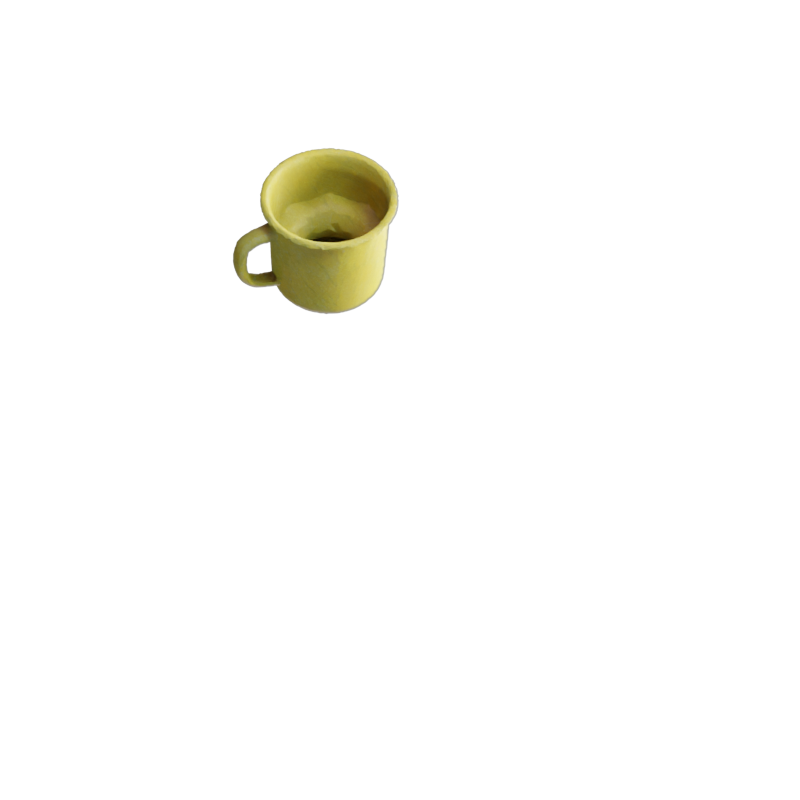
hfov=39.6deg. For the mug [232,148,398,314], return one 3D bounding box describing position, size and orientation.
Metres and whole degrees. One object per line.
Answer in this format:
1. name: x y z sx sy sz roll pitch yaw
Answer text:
1. mug: -0.060 -0.110 0.768 0.116 0.100 0.076 -23 -33 -18
